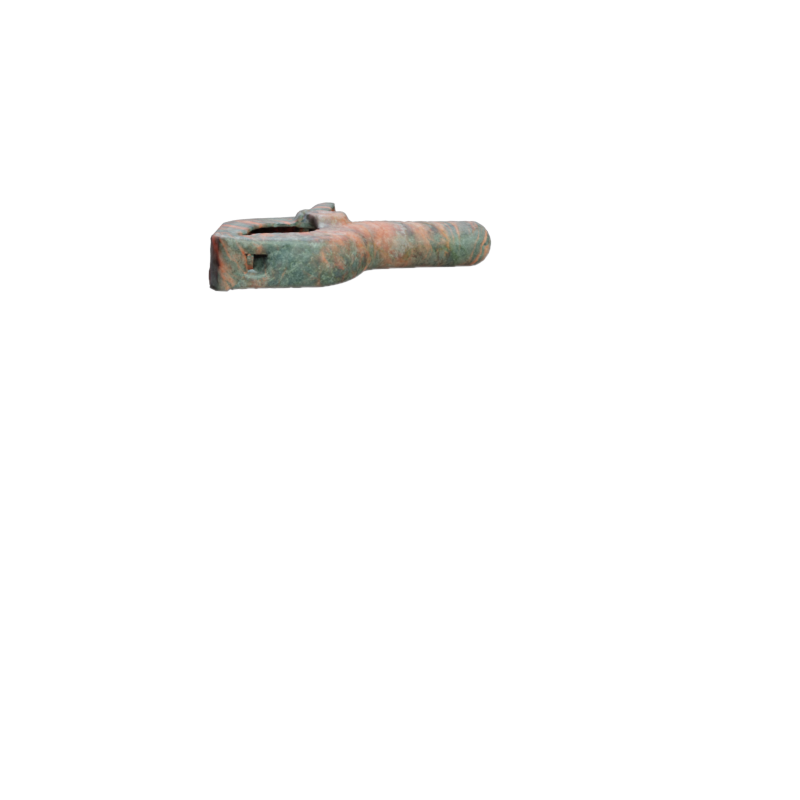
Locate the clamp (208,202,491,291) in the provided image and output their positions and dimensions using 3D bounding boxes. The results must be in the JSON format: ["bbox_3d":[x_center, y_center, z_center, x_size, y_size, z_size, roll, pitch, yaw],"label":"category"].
[{"bbox_3d":[-0.047,-0.085,0.596,0.126,0.039,0.166,10,15,43],"label":"clamp"}]
